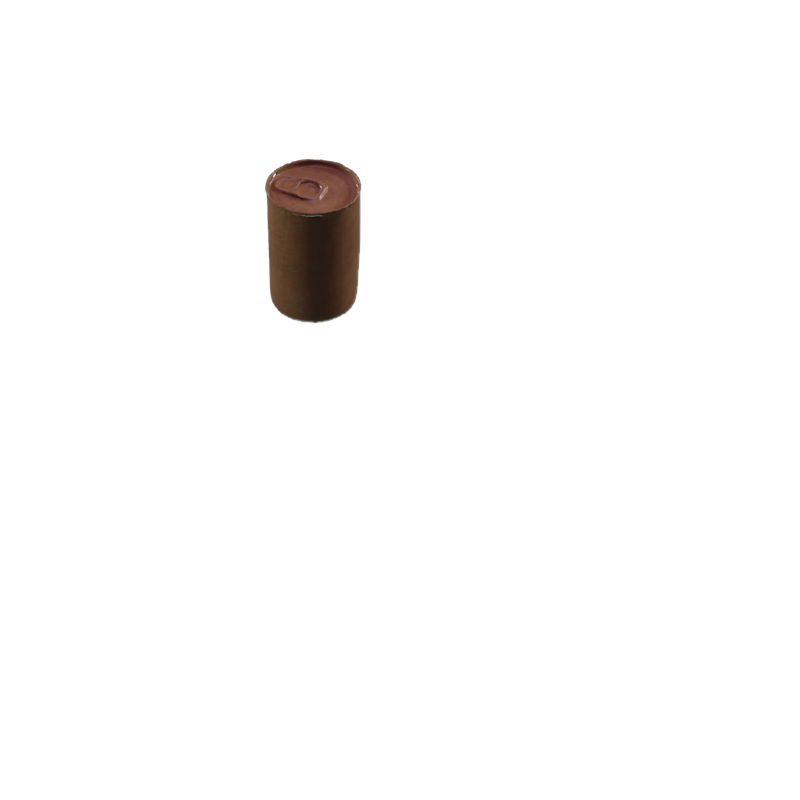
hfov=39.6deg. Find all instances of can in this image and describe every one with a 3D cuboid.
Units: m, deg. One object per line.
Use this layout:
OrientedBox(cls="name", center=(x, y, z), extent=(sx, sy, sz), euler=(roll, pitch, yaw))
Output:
OrientedBox(cls="can", center=(-0.063, -0.116, 0.811), extent=(0.068, 0.095, 0.073), euler=(0, 42, -3))
